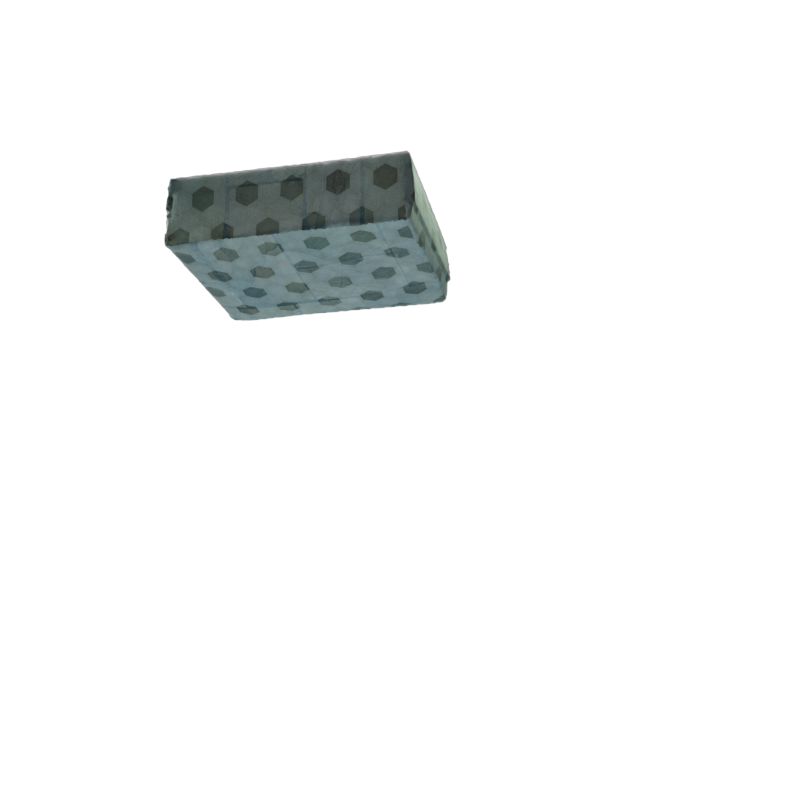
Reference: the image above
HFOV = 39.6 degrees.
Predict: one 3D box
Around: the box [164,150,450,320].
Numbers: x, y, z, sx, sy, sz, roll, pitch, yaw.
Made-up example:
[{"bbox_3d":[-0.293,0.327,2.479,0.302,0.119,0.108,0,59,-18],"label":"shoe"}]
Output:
[{"bbox_3d":[-0.040,-0.073,0.512,0.115,0.041,0.084,-5,-22,13],"label":"box"}]
